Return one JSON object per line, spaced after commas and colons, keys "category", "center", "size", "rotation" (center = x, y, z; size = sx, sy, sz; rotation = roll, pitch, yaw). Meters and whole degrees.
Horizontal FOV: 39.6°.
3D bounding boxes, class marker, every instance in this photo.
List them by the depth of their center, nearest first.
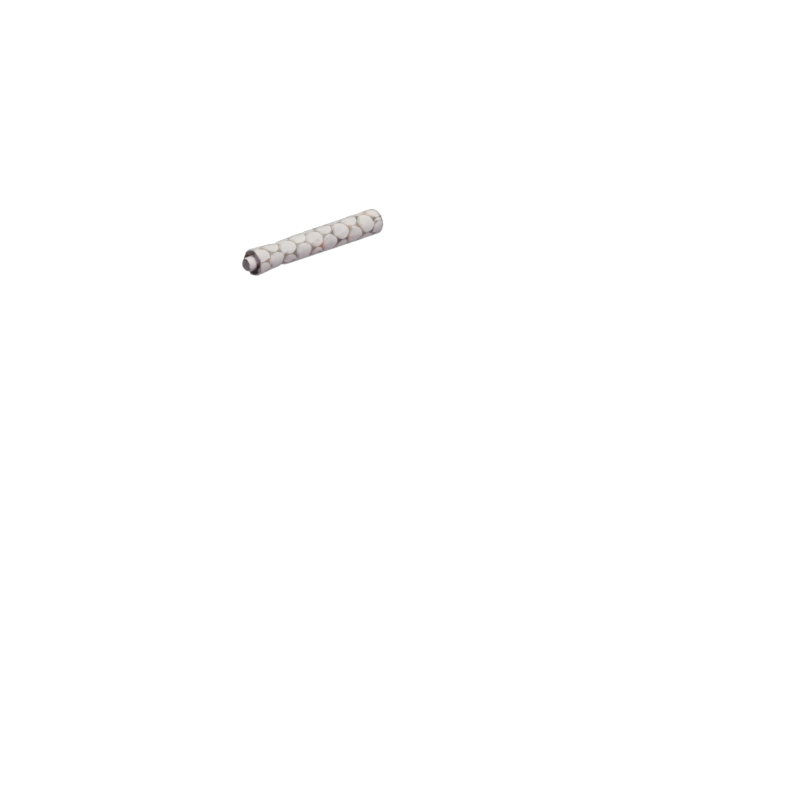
{"category": "marker", "center": [-0.061, -0.111, 0.775], "size": [0.120, 0.019, 0.021], "rotation": [-26, 20, -38]}
